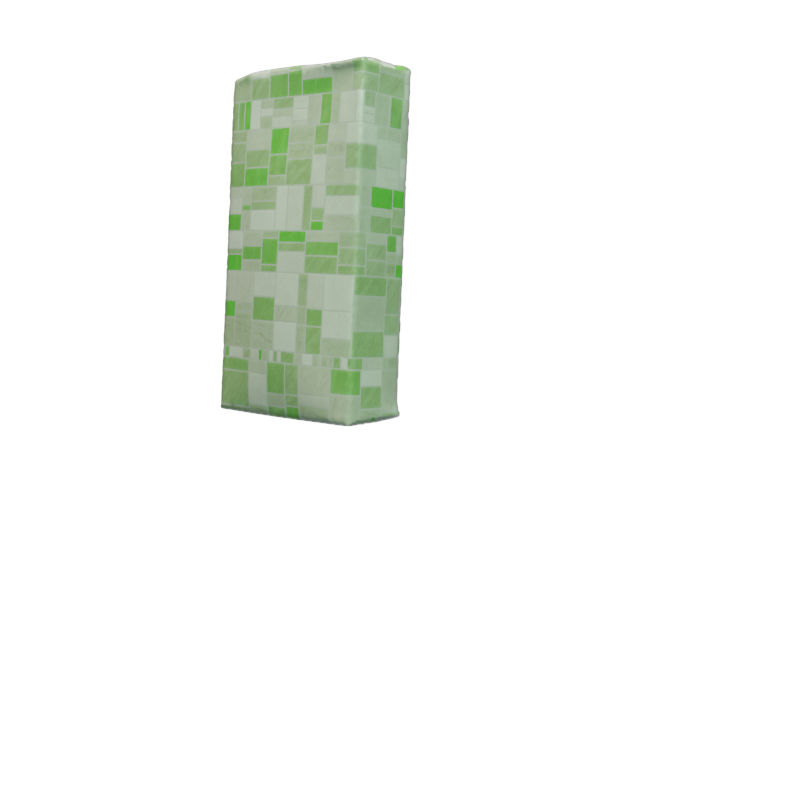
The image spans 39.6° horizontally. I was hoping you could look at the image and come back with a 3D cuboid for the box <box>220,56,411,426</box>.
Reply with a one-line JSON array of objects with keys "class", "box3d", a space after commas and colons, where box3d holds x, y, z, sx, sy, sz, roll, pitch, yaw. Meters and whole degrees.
[{"class": "box", "box3d": [-0.044, -0.080, 0.564, 0.097, 0.177, 0.046, 1, 0, 40]}]
